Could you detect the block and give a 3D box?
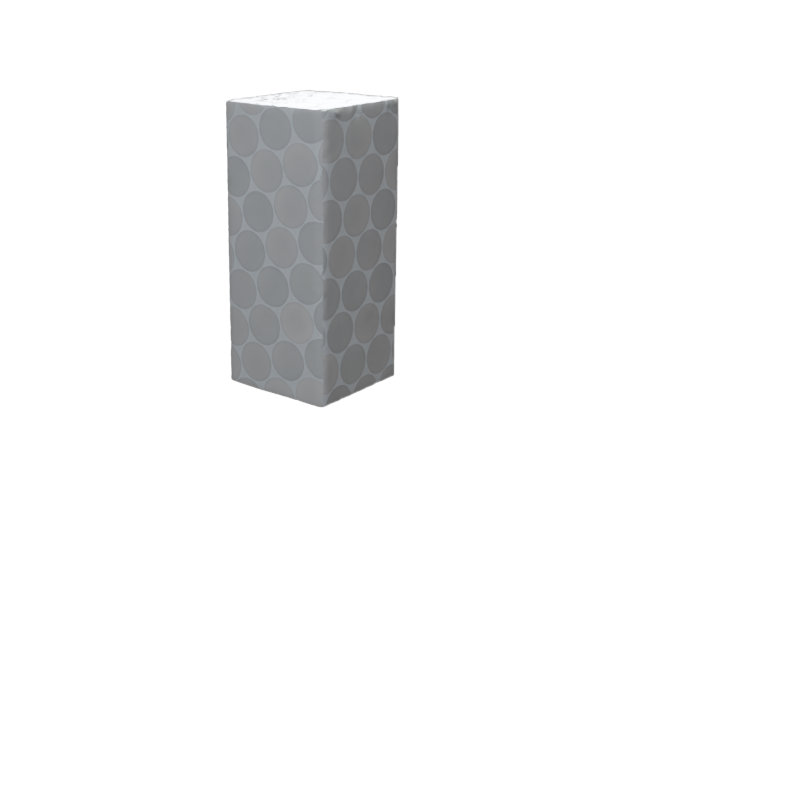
[{"bbox_3d":[-0.062,-0.113,0.795,0.095,0.199,0.089,12,19,36],"label":"block"}]
